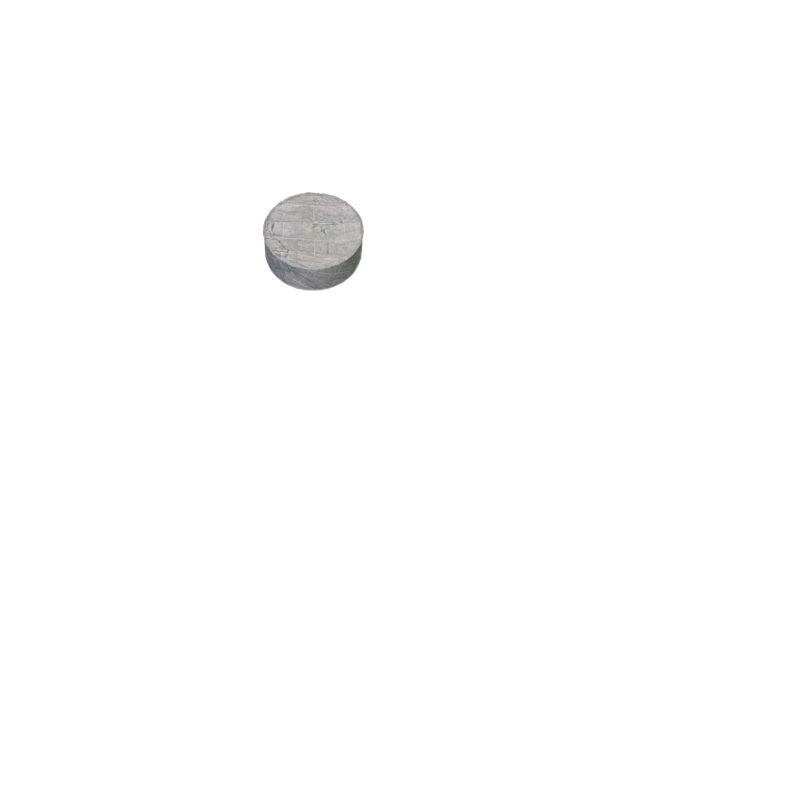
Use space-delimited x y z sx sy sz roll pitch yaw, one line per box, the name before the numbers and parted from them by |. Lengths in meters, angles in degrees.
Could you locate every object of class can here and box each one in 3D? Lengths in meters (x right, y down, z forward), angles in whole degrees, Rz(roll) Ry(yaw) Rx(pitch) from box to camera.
can | -0.075 -0.136 0.953 0.086 0.092 0.031 -1 -36 -1
